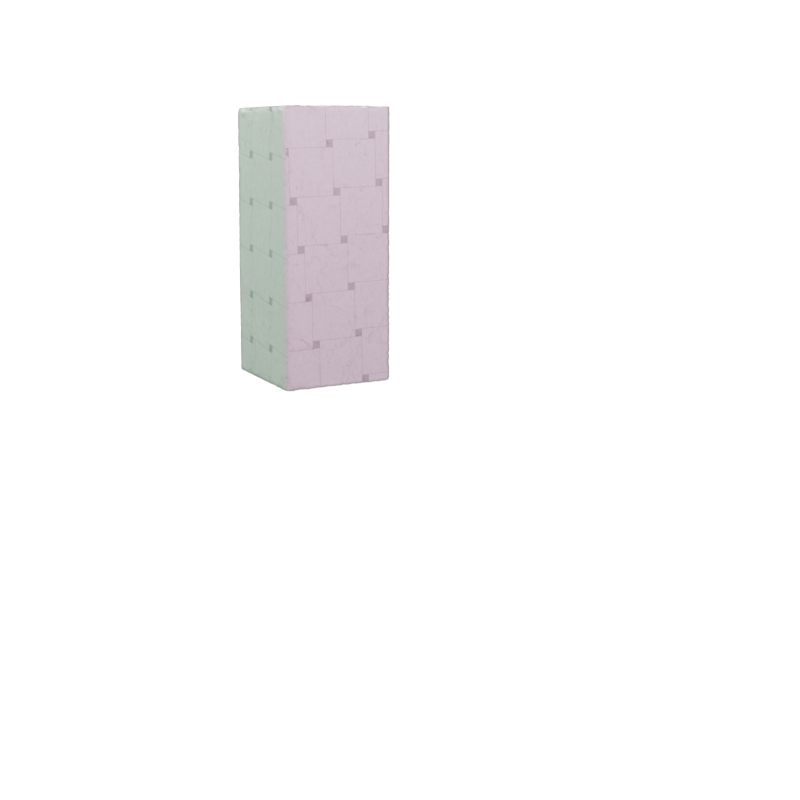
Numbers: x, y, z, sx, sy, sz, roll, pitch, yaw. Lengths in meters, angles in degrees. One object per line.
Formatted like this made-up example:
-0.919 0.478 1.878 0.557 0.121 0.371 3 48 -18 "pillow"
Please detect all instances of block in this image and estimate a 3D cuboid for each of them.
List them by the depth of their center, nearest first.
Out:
-0.067 -0.121 0.851 0.088 0.203 0.095 -4 8 -29 "block"
